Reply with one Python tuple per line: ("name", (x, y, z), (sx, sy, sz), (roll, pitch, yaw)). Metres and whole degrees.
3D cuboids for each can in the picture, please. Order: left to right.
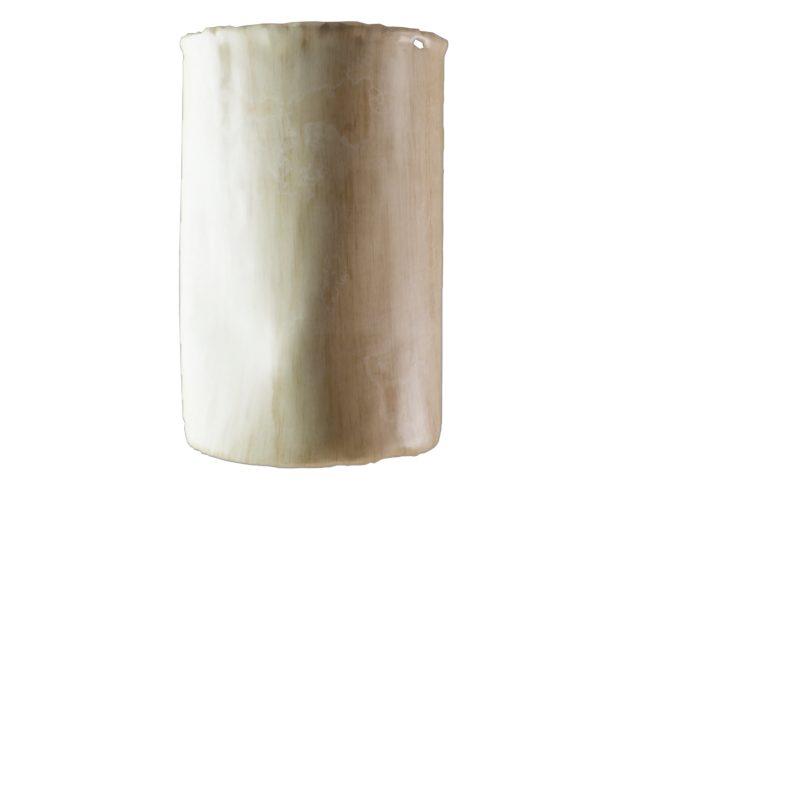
("can", (-0.022, -0.040, 0.283), (0.068, 0.102, 0.069), (0, 4, -2))
